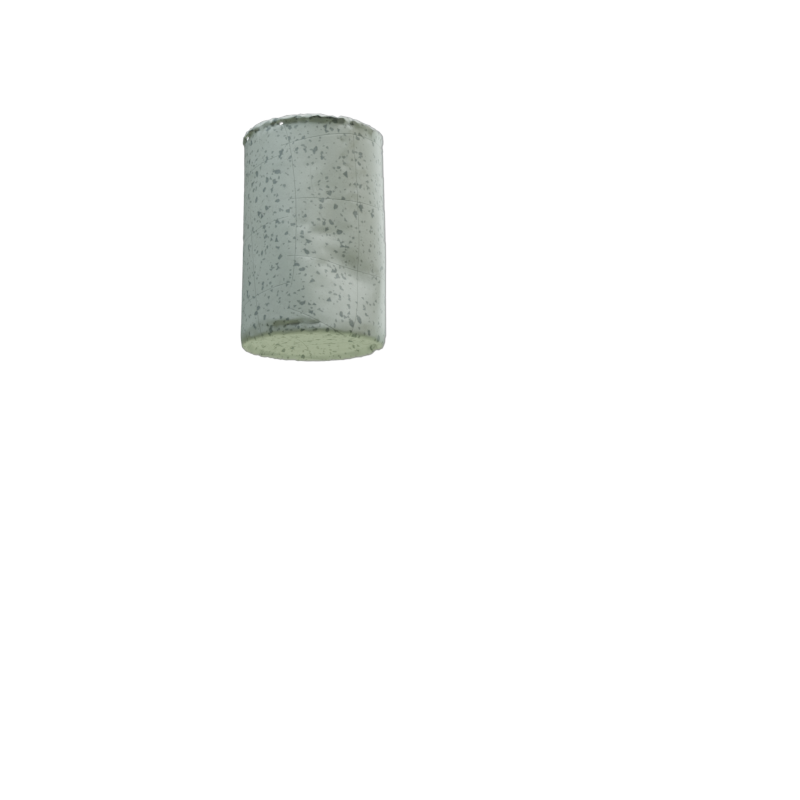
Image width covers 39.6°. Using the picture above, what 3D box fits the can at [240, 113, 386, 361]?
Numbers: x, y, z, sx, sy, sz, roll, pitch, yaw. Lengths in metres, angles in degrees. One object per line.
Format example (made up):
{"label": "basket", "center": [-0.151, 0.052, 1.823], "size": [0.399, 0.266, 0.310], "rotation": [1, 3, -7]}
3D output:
{"label": "can", "center": [-0.041, -0.074, 0.520], "size": [0.068, 0.106, 0.066], "rotation": [0, -14, -2]}
